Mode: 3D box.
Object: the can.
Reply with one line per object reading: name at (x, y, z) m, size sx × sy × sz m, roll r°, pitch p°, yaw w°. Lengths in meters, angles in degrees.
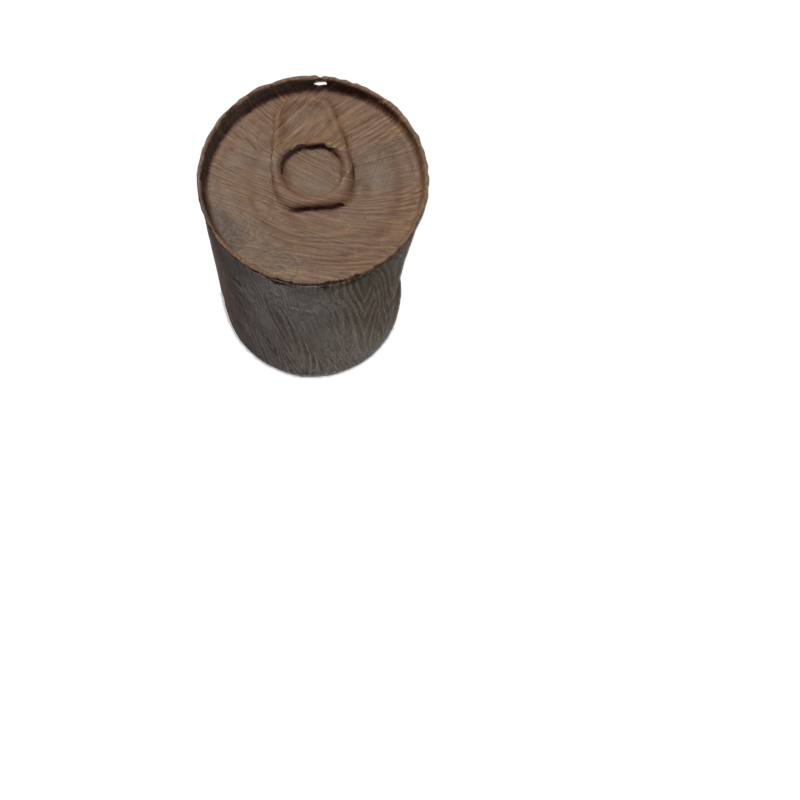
can at (-0.029, -0.053, 0.369) m, size 0.068 × 0.072 × 0.098 m, roll 0°, pitch -17°, yaw -3°
